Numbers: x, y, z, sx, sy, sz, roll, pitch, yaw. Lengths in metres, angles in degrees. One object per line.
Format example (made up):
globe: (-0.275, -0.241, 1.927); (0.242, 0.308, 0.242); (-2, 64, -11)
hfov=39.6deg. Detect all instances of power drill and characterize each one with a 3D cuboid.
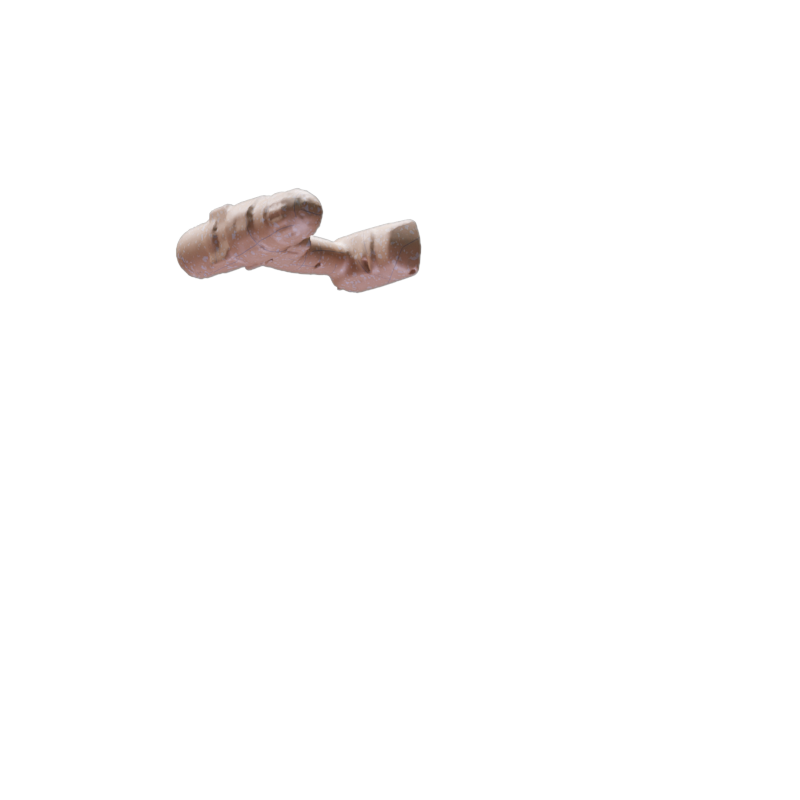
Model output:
power drill: (-0.075, -0.136, 0.955); (0.179, 0.059, 0.189); (5, -7, -38)
